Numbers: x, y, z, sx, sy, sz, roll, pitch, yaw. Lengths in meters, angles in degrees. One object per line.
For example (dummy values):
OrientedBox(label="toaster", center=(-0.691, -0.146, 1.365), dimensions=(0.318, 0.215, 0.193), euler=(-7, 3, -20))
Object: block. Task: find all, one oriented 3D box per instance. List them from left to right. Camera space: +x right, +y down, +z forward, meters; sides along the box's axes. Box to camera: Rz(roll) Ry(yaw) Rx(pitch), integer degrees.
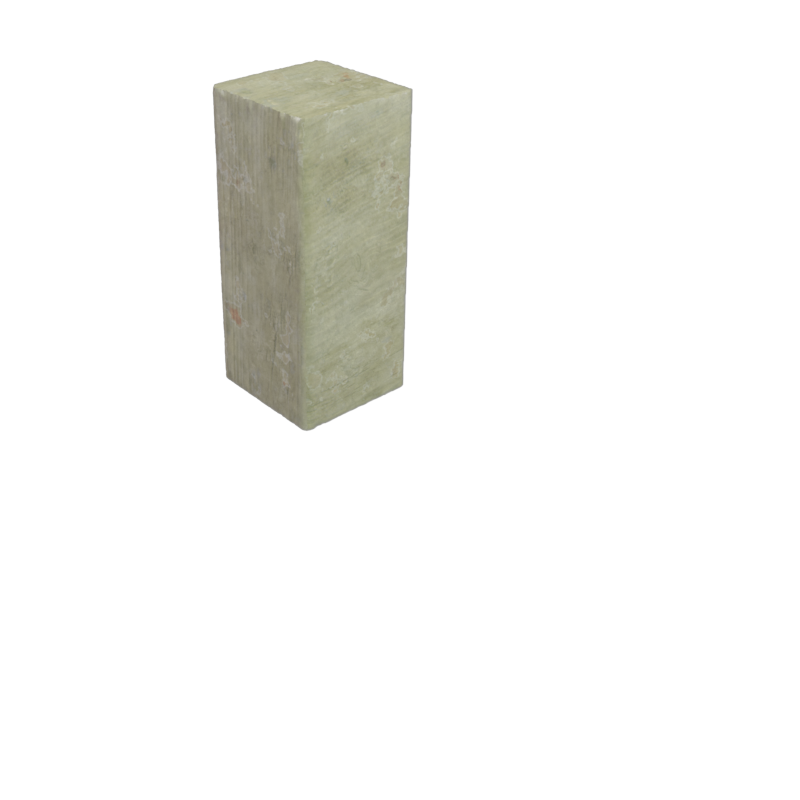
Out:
OrientedBox(label="block", center=(-0.056, -0.101, 0.707), dimensions=(0.089, 0.195, 0.097), euler=(-21, 35, -37))
